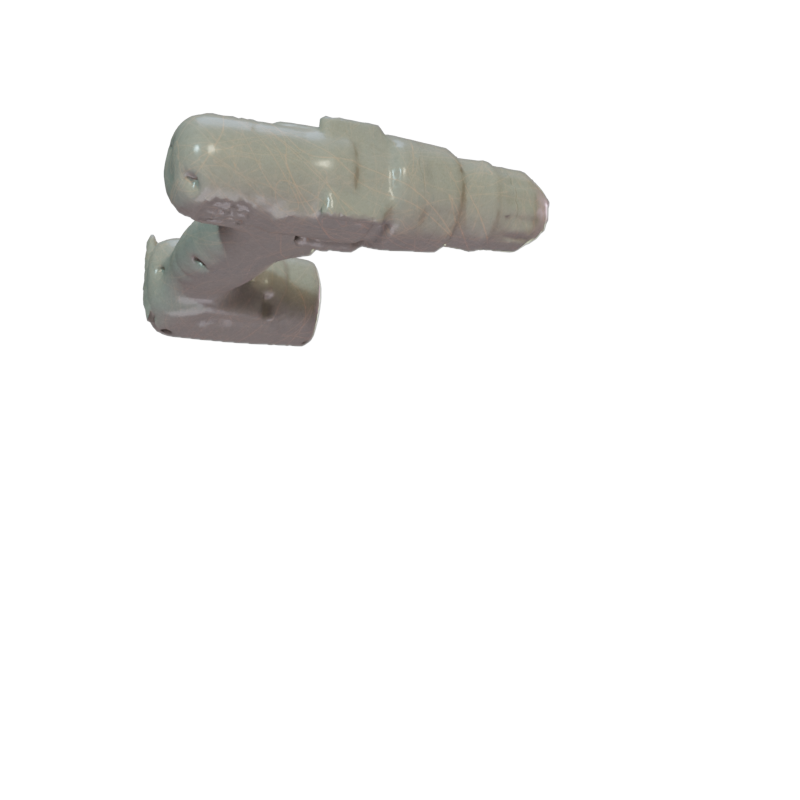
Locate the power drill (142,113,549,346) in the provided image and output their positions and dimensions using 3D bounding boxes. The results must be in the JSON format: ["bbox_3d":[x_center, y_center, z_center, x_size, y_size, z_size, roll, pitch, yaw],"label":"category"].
[{"bbox_3d":[-0.044,-0.080,0.562,0.178,0.060,0.185,7,-19,-22],"label":"power drill"}]
